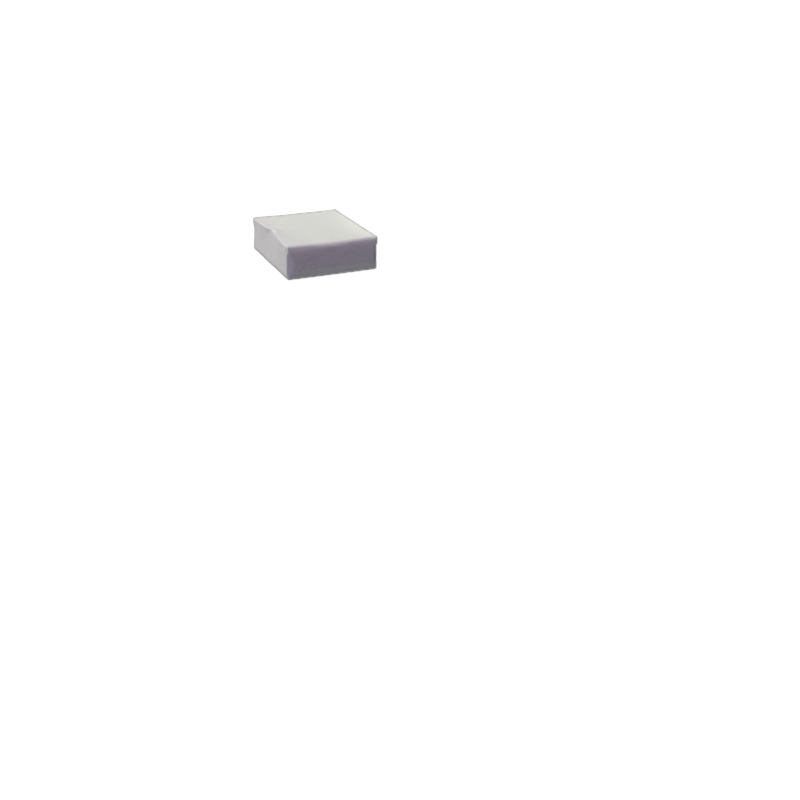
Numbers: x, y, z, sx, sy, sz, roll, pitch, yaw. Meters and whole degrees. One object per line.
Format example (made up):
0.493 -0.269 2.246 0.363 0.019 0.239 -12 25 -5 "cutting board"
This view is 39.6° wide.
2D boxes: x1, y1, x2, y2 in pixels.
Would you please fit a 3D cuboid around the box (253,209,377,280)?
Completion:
-0.068 -0.124 0.869 0.072 0.029 0.095 -9 25 -21 "box"
